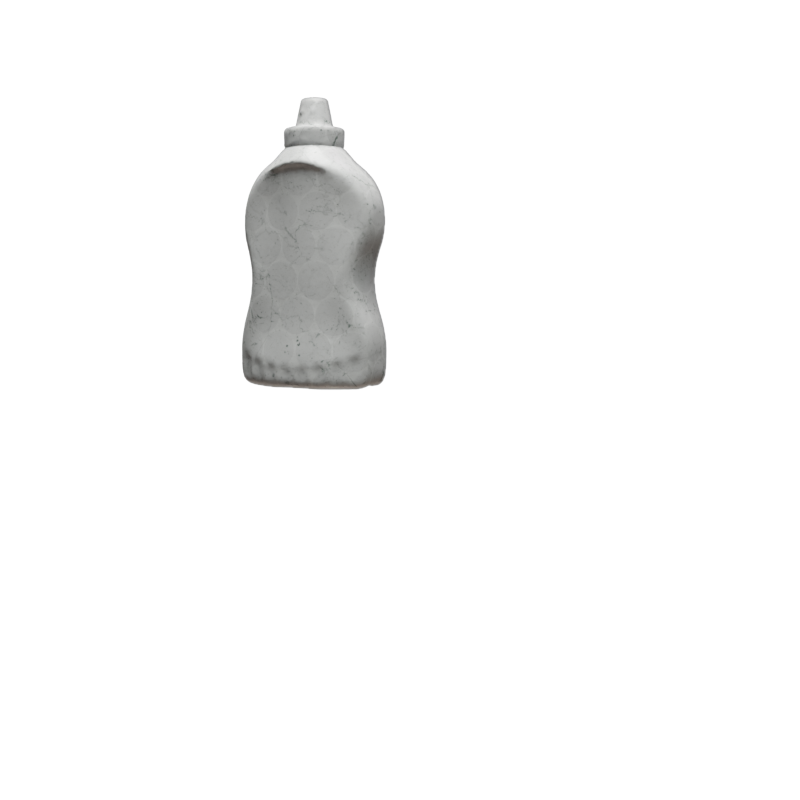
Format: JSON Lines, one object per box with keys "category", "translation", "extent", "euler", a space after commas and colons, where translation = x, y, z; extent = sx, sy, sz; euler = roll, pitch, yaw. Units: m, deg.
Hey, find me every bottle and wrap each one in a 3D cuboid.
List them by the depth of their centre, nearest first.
{"category": "bottle", "translation": [-0.058, -0.106, 0.740], "extent": [0.099, 0.192, 0.056], "euler": [0, -1, 28]}
